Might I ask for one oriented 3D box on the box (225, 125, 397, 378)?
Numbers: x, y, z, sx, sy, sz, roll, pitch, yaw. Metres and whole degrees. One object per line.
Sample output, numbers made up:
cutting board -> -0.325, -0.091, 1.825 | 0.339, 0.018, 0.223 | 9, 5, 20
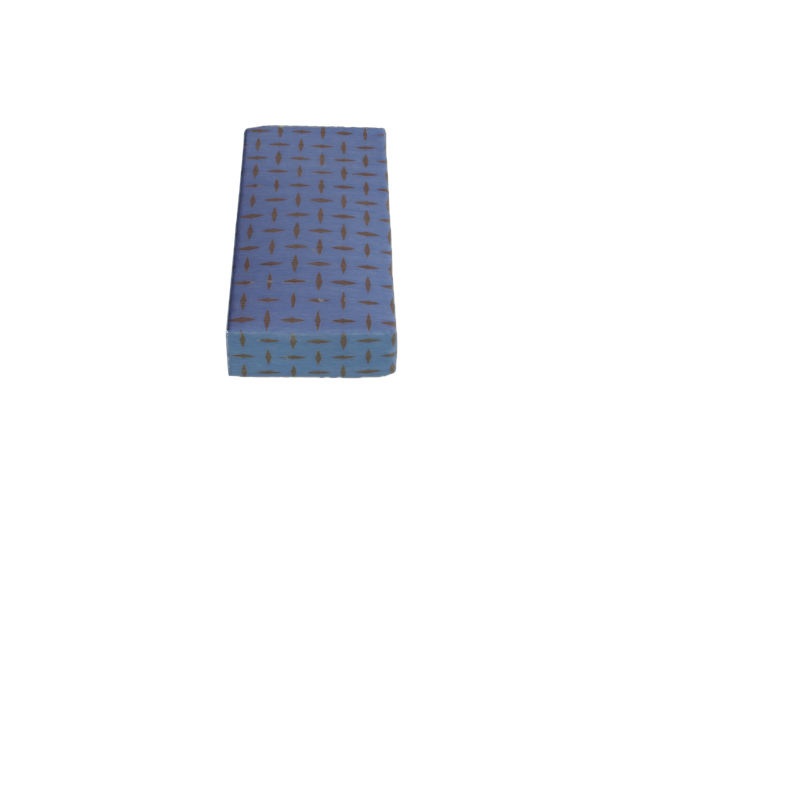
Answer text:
box -> -0.051, -0.094, 0.655 | 0.093, 0.189, 0.045 | -1, -40, -3
